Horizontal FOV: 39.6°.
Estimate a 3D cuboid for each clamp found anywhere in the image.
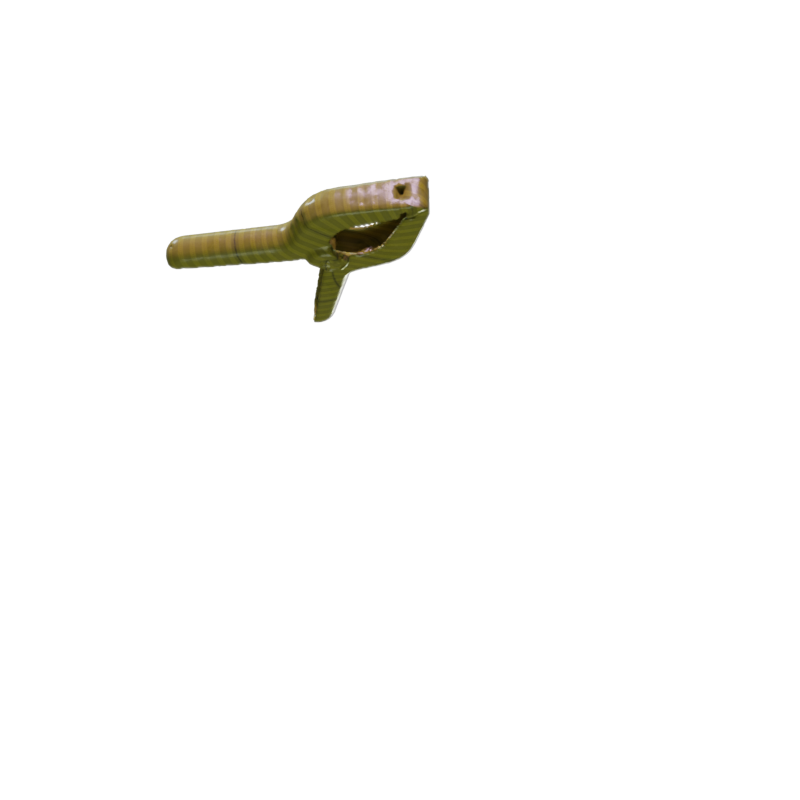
[{"bbox_3d":[-0.065,-0.119,0.832,0.156,0.038,0.210,15,-26,-34],"label":"clamp"}]
